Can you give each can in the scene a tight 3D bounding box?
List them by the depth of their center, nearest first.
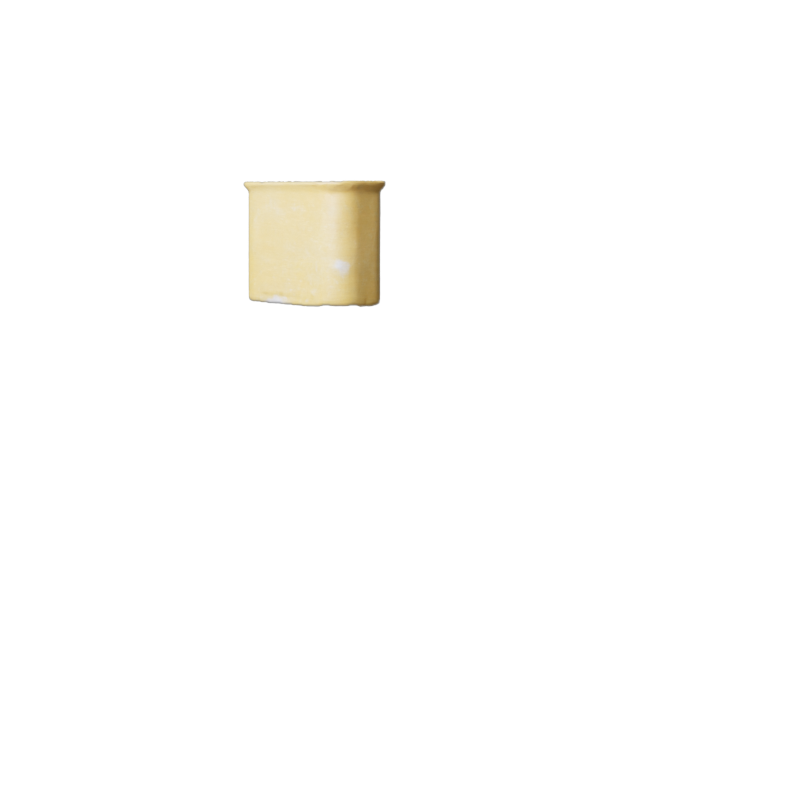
[{"bbox_3d":[-0.060,-0.109,0.764,0.107,0.083,0.056,7,8,41],"label":"can"}]
